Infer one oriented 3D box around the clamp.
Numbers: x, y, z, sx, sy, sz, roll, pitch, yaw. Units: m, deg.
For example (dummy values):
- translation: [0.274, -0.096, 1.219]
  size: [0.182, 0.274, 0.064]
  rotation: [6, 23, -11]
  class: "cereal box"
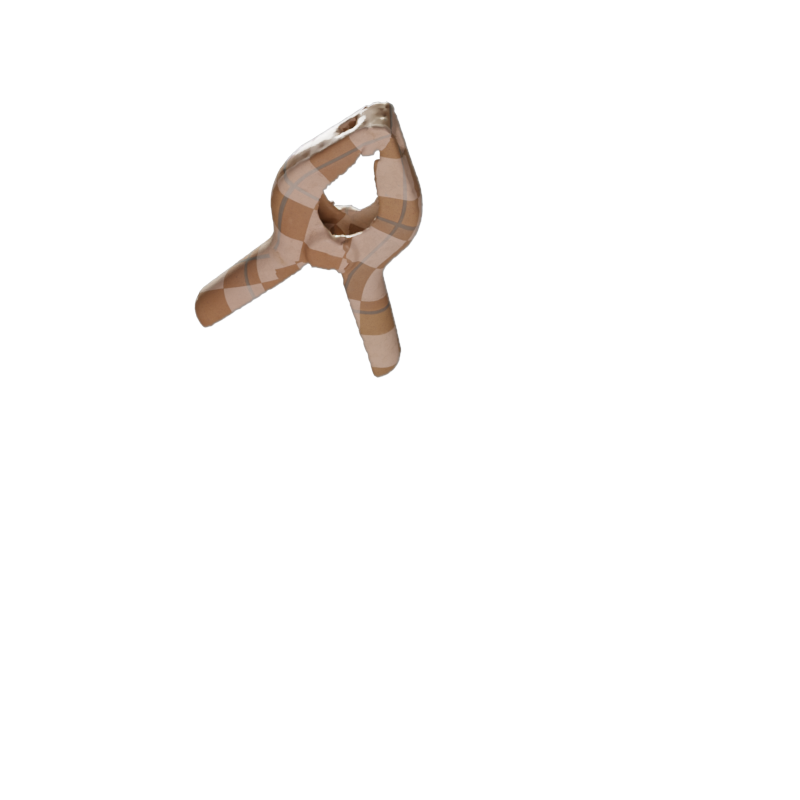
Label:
- translation: [-0.047, -0.085, 0.594]
  size: [0.119, 0.161, 0.042]
  rotation: [7, 39, -6]
  class: "clamp"
